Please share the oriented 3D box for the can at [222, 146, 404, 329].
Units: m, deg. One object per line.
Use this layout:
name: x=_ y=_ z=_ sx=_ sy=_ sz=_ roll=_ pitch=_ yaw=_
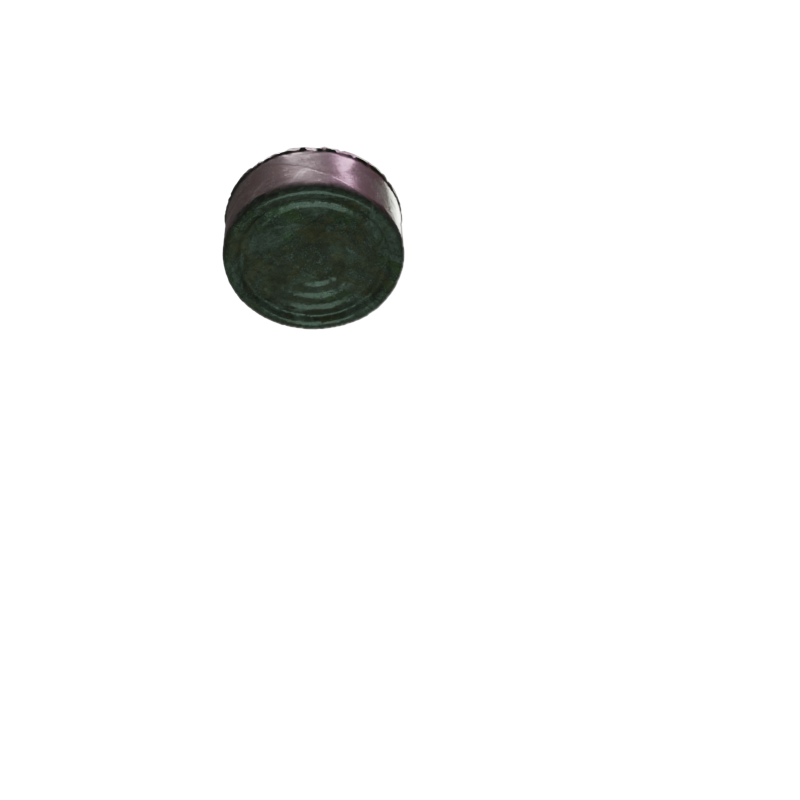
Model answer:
can: x=-0.041 y=-0.075 z=0.523 sx=0.086 sy=0.080 sz=0.036 roll=1 pitch=40 yaw=-1
